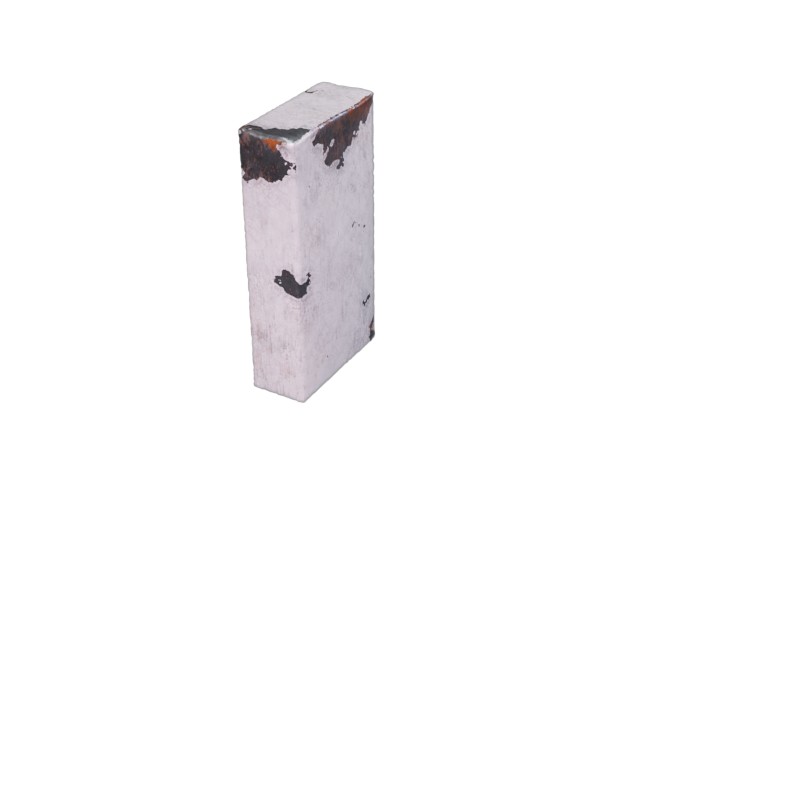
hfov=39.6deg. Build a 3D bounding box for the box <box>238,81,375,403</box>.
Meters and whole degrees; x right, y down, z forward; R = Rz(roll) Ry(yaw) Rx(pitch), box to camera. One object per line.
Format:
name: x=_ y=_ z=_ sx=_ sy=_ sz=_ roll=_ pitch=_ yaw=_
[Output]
box: x=-0.053 y=-0.098 z=0.685 sx=0.050 sy=0.166 sz=0.095 roll=18 pitch=35 yaw=23
